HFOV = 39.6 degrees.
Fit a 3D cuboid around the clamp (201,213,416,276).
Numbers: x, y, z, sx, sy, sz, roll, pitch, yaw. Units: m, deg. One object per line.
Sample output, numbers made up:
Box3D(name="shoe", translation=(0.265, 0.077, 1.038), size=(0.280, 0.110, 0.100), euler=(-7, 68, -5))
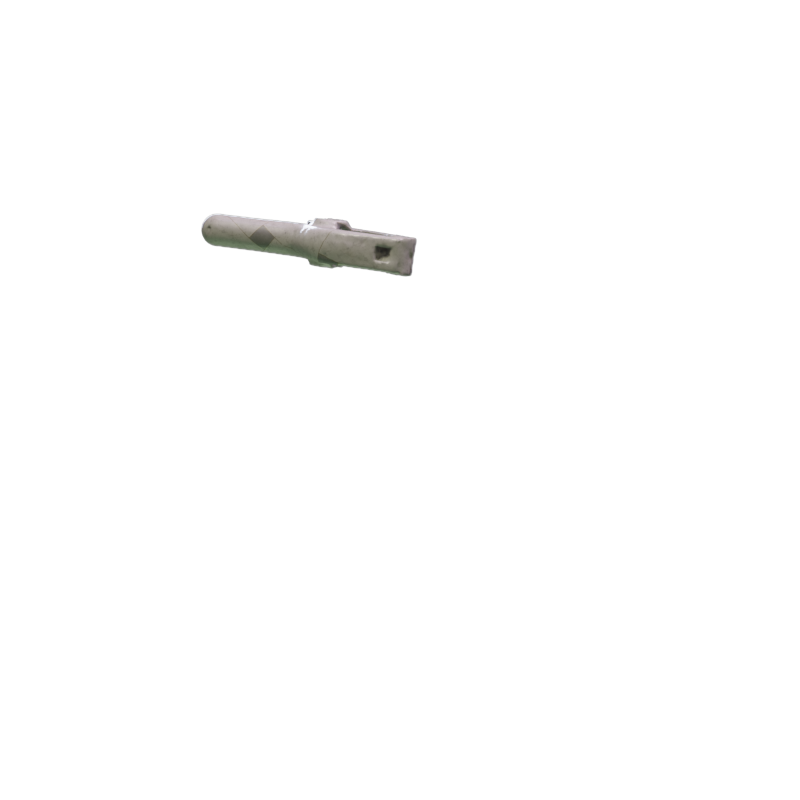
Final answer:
Box3D(name="clamp", translation=(-0.064, -0.117, 0.820), size=(0.116, 0.038, 0.180), euler=(-9, 15, -36))
